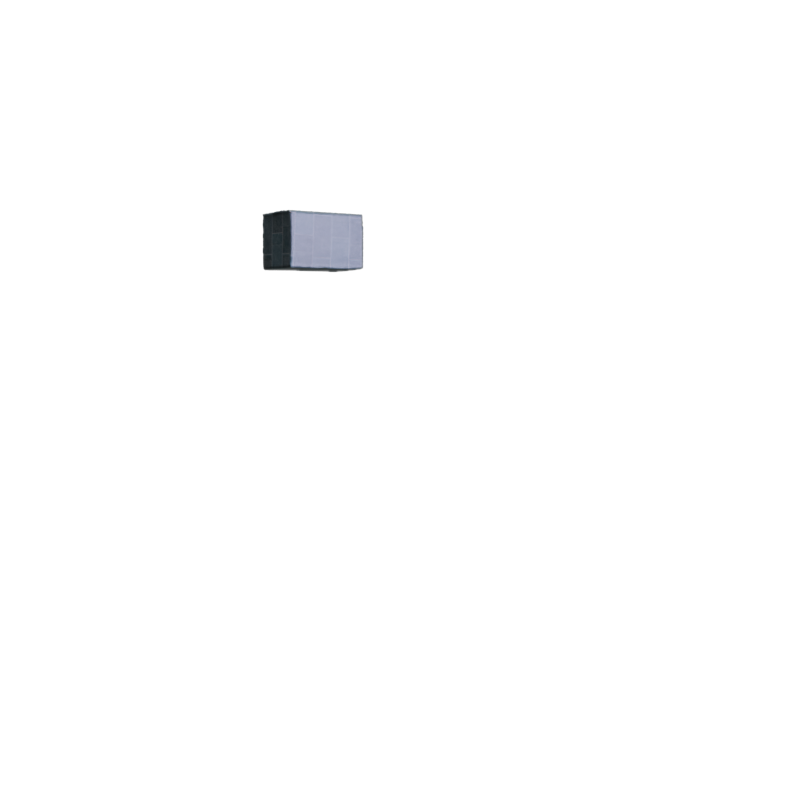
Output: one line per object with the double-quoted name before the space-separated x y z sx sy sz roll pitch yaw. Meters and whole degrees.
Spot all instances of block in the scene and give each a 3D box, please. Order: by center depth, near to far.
"block" -0.078 -0.143 0.998 0.075 0.052 0.054 -1 0 -33
